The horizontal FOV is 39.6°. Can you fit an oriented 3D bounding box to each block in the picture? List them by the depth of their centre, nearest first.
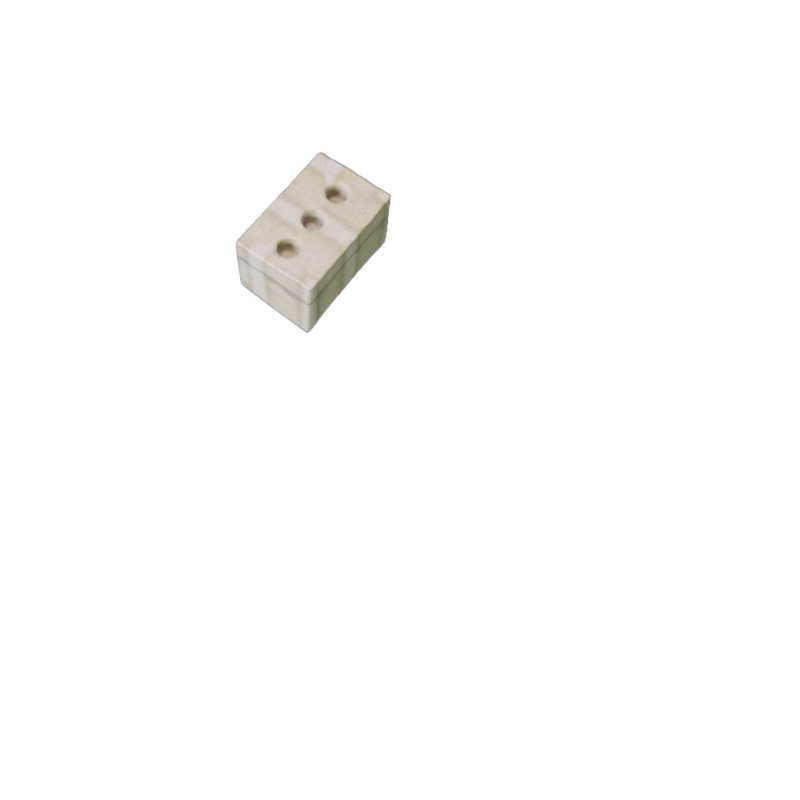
[{"bbox_3d":[-0.049,-0.090,0.631,0.055,0.080,0.048,33,-23,13],"label":"block"}]
